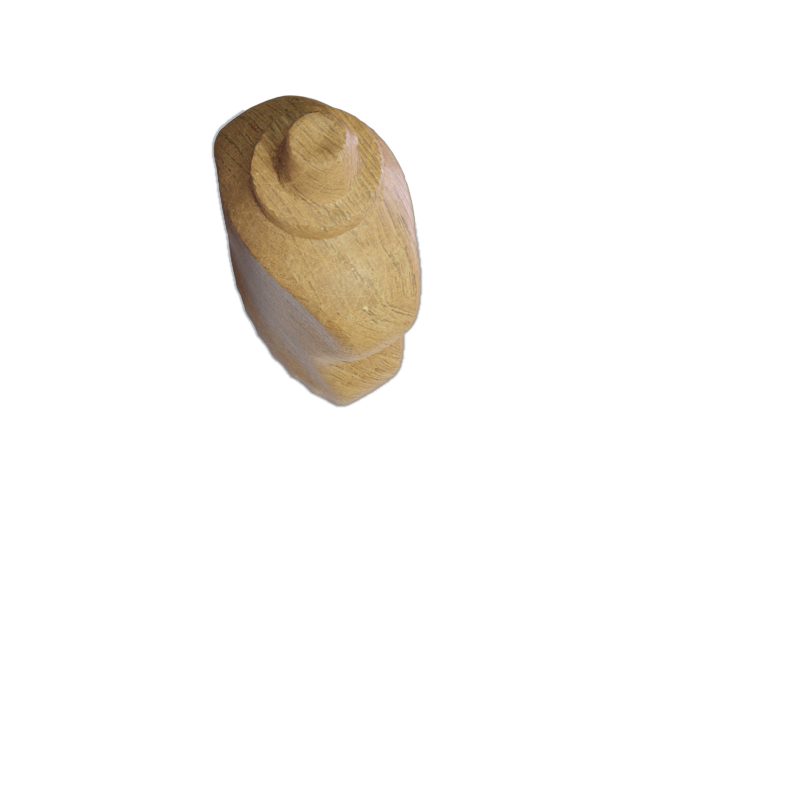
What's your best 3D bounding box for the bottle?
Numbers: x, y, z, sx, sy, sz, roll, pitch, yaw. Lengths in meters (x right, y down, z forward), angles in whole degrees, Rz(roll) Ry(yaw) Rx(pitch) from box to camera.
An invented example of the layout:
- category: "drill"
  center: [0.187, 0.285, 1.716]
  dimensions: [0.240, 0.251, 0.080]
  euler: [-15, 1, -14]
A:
- category: "bottle"
  center: [-0.031, -0.058, 0.405]
  dimensions: [0.058, 0.099, 0.186]
  euler: [-29, -8, -9]
